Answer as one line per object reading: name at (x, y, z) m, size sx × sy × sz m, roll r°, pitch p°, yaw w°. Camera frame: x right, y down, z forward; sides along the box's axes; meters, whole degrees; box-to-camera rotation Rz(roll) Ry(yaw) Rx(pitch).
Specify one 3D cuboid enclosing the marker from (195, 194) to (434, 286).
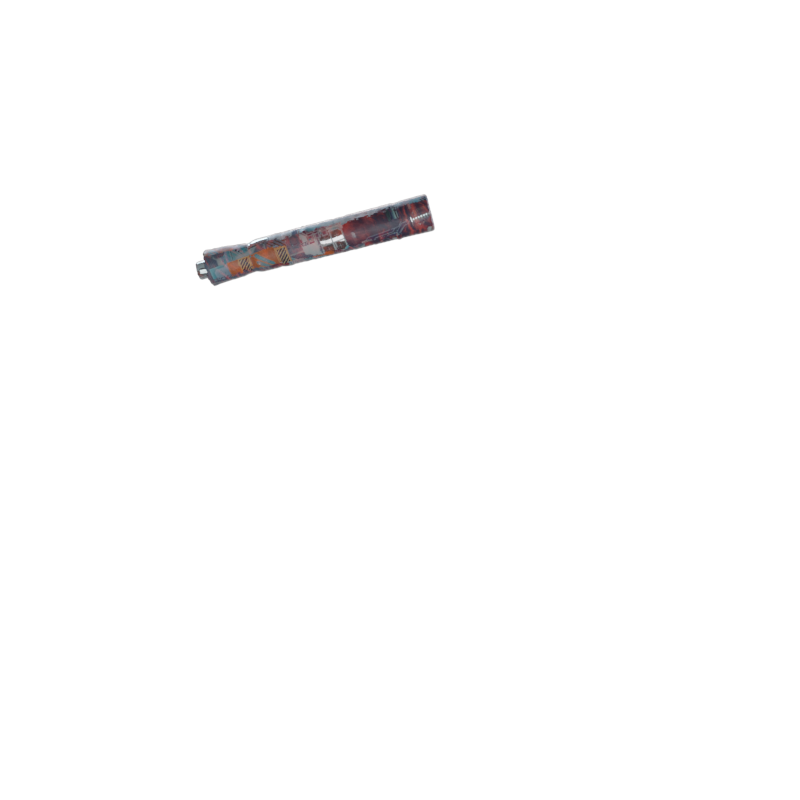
marker at (-0.044, -0.079, 0.556) m, size 0.121 × 0.020 × 0.020 m, roll -14°, pitch 3°, yaw 6°
